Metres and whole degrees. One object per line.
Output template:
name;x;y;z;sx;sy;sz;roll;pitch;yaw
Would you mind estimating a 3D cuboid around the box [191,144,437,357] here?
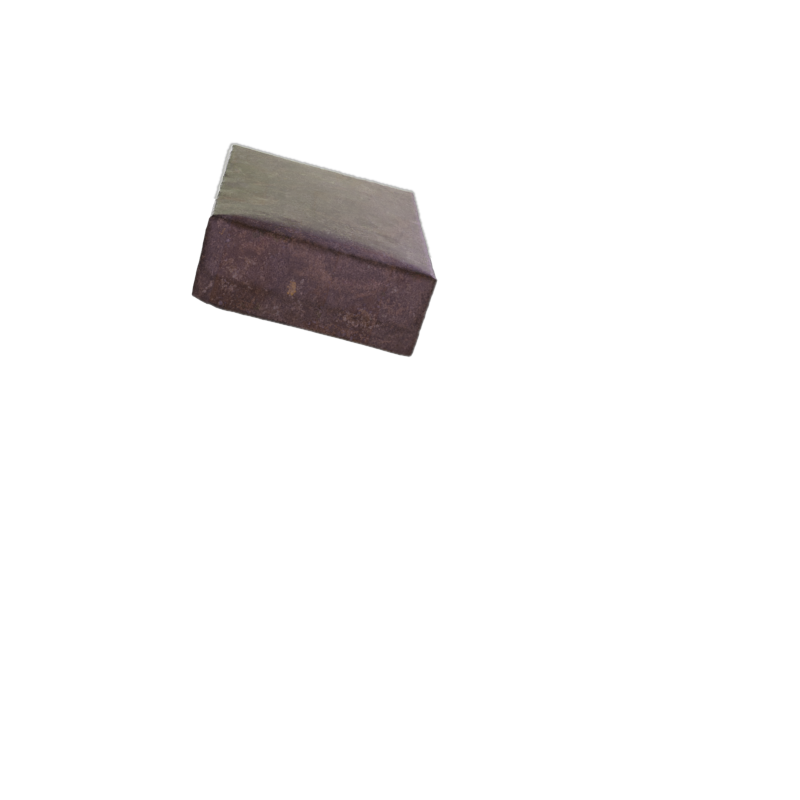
box;-0.067;-0.123;0.859;0.162;0.069;0.225;14;23;-8
